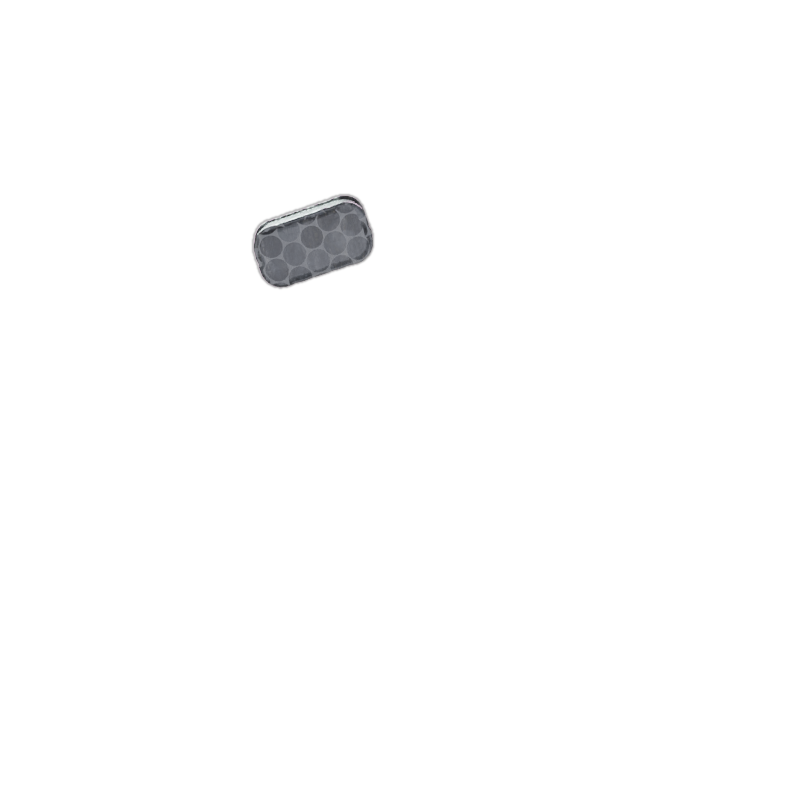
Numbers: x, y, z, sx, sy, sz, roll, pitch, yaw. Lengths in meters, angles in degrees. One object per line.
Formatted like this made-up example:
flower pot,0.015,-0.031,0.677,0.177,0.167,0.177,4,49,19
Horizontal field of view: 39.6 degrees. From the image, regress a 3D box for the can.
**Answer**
can,-0.073,-0.133,0.931,0.102,0.057,0.085,-19,9,0
